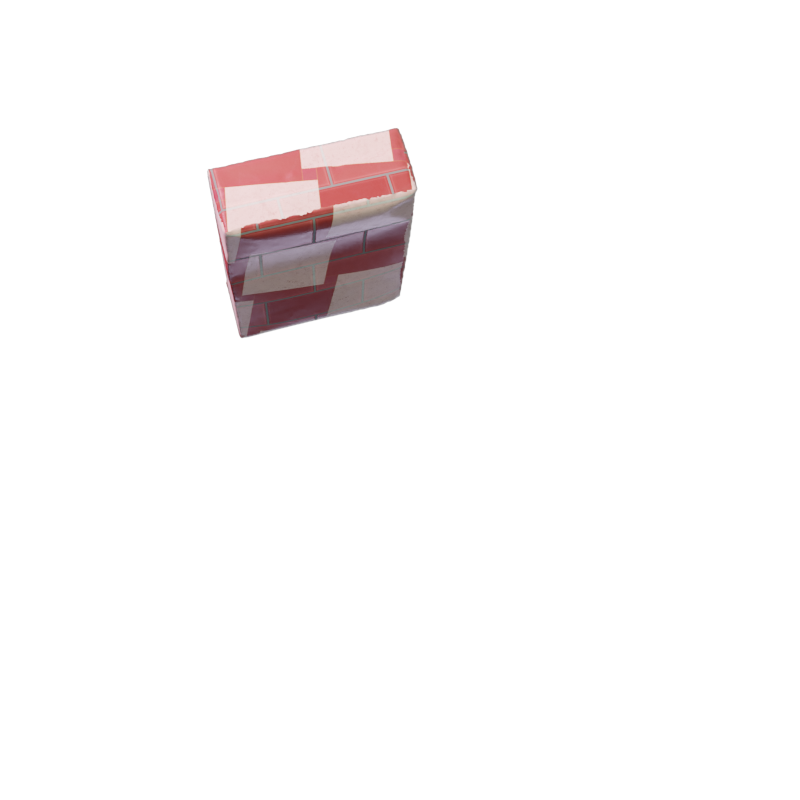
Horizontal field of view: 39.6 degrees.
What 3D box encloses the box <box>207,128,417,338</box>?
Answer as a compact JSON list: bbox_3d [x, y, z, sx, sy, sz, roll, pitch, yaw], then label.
[{"bbox_3d":[-0.077,-0.140,0.984,0.163,0.076,0.203,-14,-19,-8],"label":"box"}]
